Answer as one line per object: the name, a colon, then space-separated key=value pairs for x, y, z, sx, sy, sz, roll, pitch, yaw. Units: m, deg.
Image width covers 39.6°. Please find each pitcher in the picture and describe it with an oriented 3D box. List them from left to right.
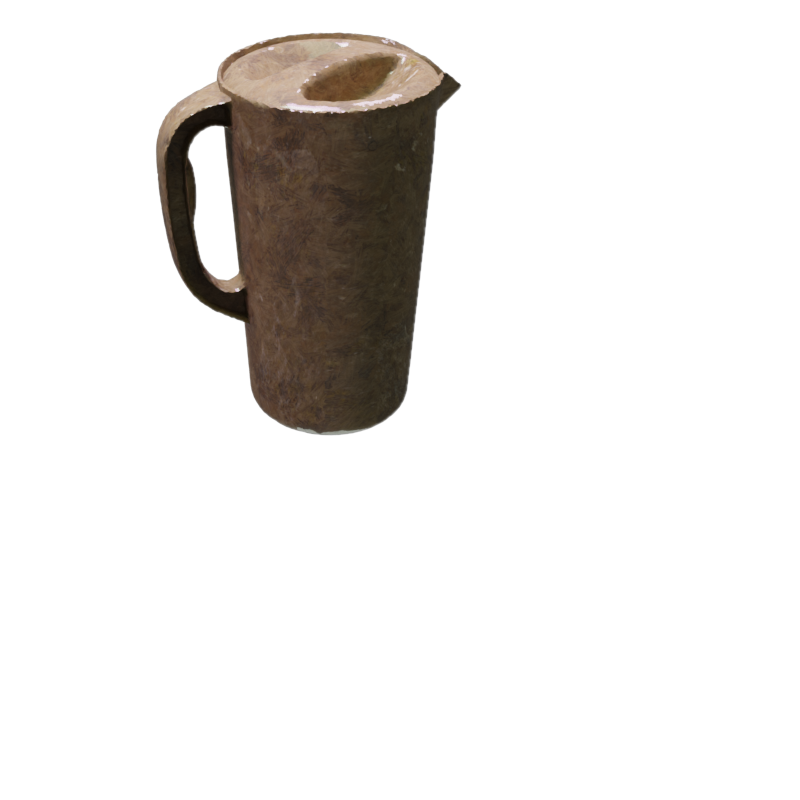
pitcher: x=-0.055 y=-0.100 z=0.702 sx=0.154 sy=0.228 sz=0.149 roll=13 pitch=34 yaw=18
